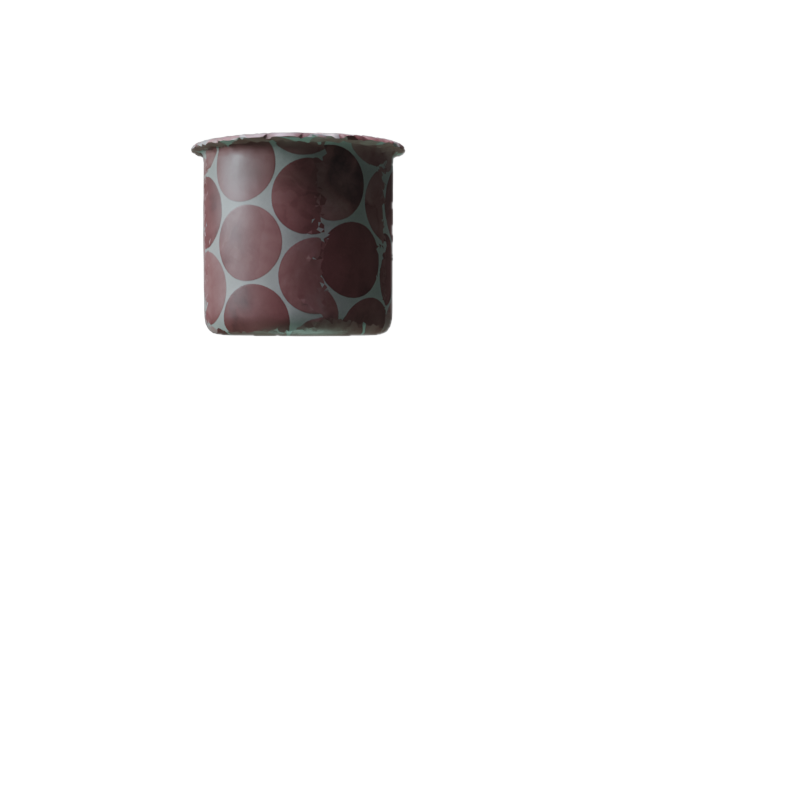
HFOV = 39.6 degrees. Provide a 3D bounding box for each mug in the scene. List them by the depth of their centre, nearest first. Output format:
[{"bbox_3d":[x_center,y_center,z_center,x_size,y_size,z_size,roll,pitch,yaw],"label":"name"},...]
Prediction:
[{"bbox_3d":[-0.039,-0.070,0.492,0.096,0.082,0.113,1,2,30],"label":"mug"}]
